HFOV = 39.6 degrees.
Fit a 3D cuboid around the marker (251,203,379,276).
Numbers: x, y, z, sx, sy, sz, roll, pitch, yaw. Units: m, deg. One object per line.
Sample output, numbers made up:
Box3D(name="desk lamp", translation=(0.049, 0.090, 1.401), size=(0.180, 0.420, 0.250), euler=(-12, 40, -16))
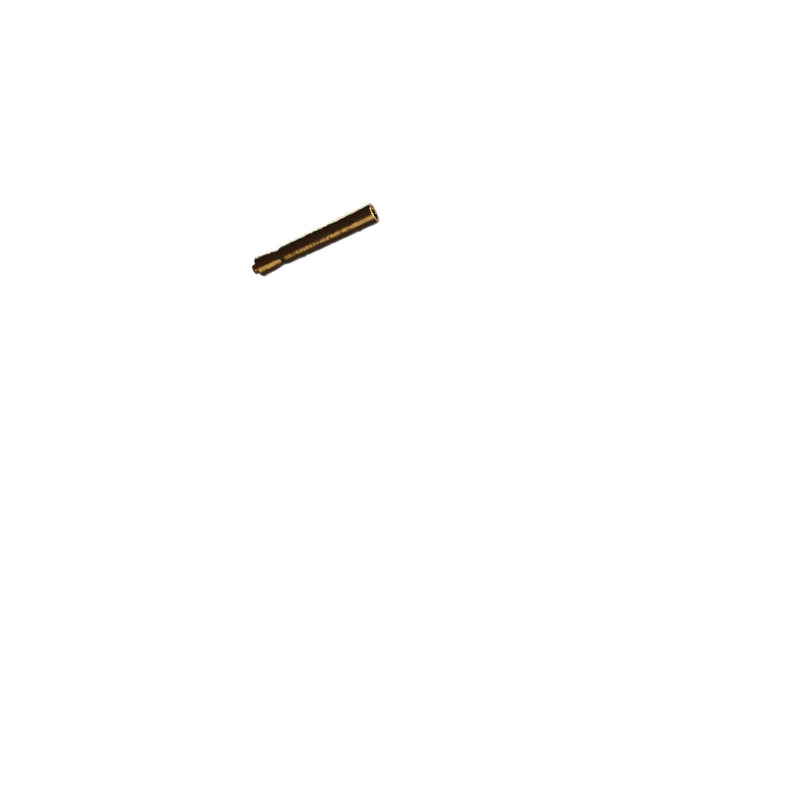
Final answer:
Box3D(name="marker", translation=(-0.075, -0.137, 0.963), size=(0.121, 0.020, 0.019), euler=(-23, -3, 17))
